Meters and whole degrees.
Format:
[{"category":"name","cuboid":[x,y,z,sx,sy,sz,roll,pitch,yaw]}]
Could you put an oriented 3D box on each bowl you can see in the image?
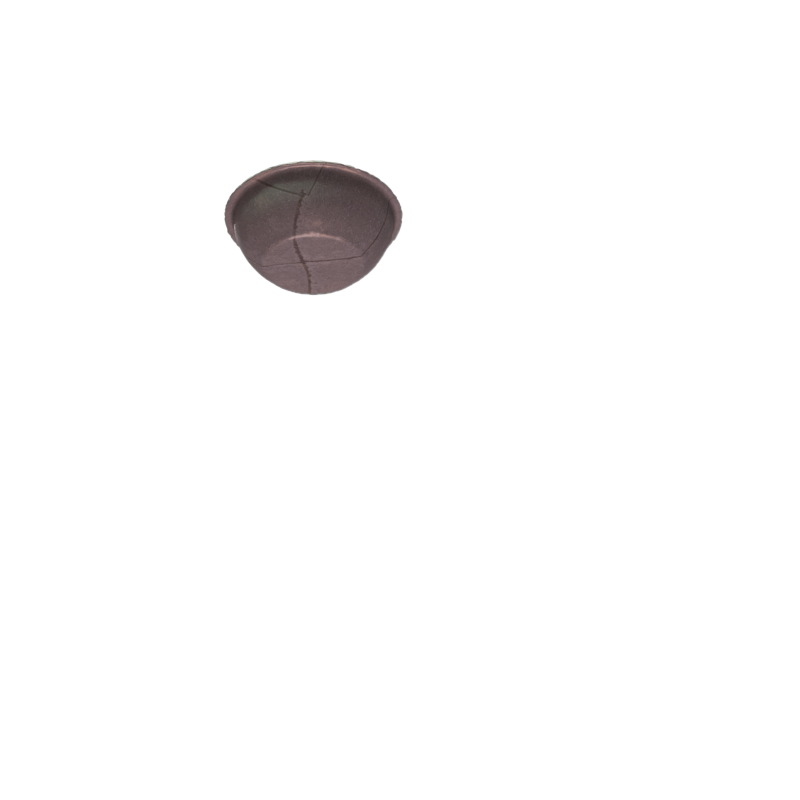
[{"category":"bowl","cuboid":[-0.078,-0.142,0.992,0.162,0.059,0.152,1,-32,-2]}]
